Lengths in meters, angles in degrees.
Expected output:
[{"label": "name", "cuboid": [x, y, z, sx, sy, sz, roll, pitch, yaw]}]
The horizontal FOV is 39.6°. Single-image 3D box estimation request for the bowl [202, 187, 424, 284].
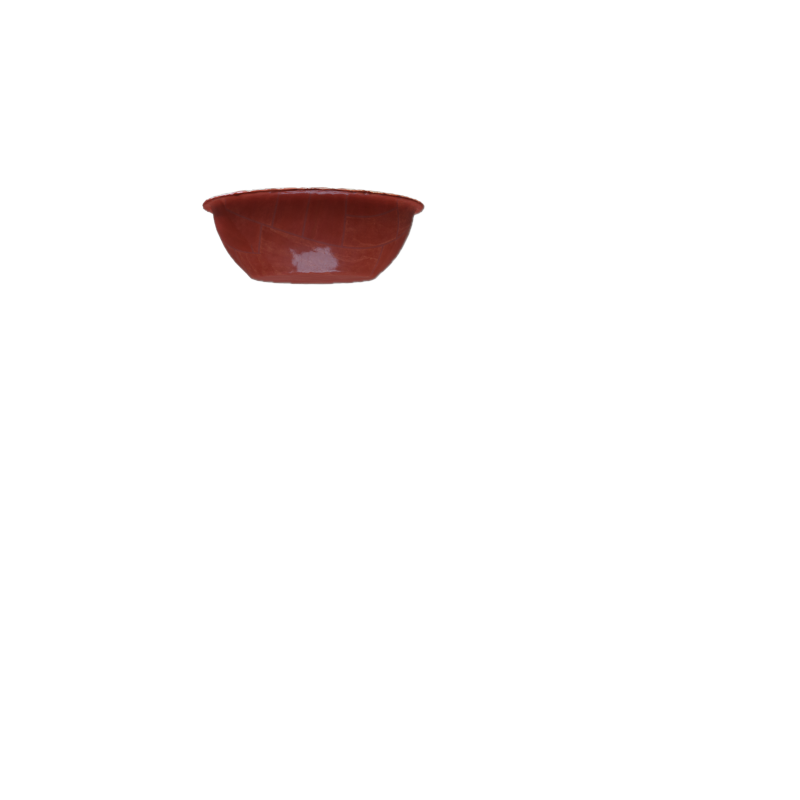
[{"label": "bowl", "cuboid": [-0.063, -0.115, 0.803, 0.162, 0.055, 0.161, 0, 0, -2]}]
